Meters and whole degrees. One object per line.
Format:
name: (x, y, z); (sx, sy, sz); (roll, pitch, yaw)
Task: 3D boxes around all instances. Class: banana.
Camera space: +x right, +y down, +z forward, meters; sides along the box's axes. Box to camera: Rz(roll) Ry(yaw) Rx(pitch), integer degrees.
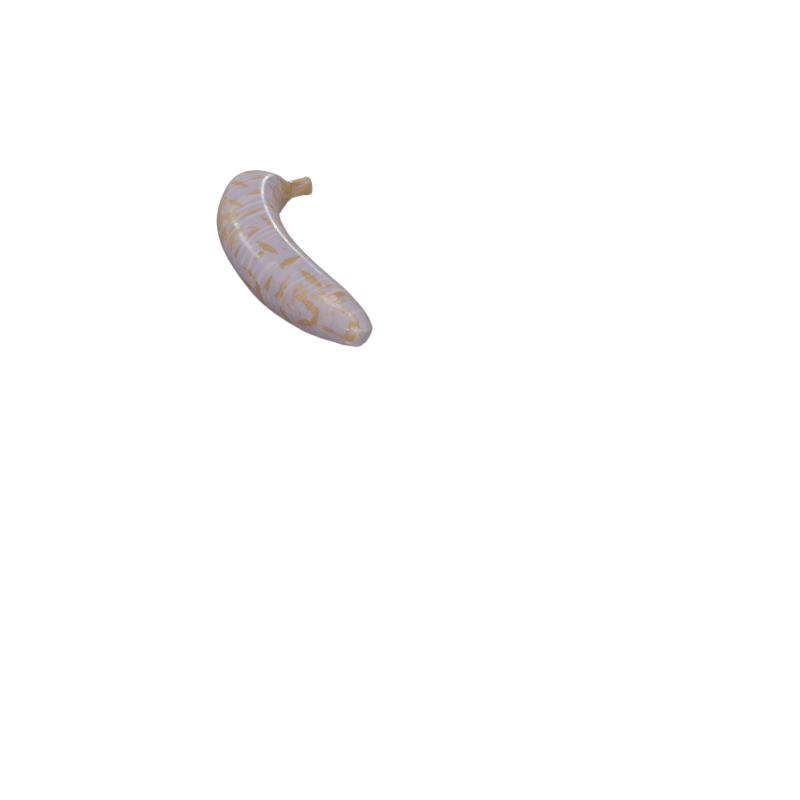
banana: (-0.069, -0.092, 0.639); (0.069, 0.034, 0.213); (-6, 35, -10)
